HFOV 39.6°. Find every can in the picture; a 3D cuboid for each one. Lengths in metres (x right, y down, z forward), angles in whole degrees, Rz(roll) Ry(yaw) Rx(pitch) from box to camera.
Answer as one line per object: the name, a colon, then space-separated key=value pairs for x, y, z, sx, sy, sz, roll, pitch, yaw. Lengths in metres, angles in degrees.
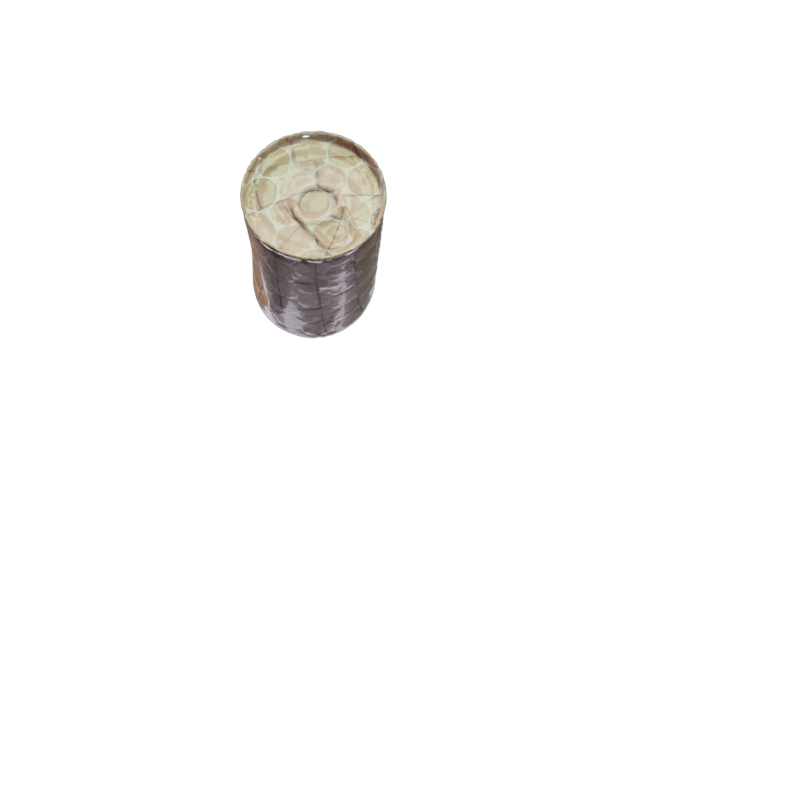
can: x=-0.044 y=-0.080 z=0.557 sx=0.068 sy=0.072 sz=0.097 roll=0 pitch=-21 yaw=-3
